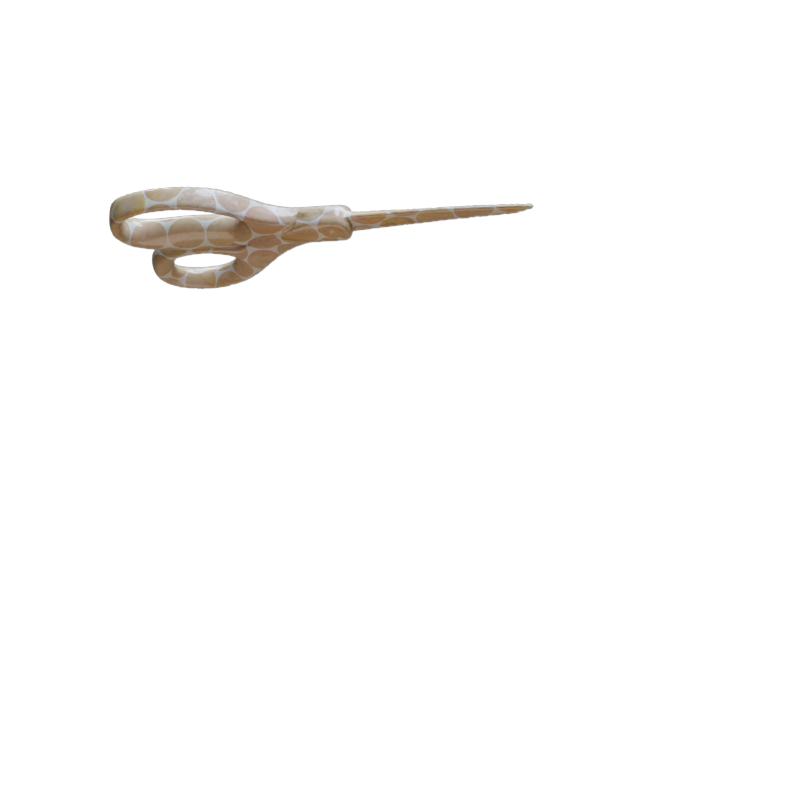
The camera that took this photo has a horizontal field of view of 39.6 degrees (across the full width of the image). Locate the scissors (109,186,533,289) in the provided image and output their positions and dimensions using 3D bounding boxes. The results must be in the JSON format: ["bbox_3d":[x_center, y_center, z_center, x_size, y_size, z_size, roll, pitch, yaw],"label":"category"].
[{"bbox_3d":[-0.044,-0.080,0.558,0.200,0.017,0.092,2,-22,-6],"label":"scissors"}]
